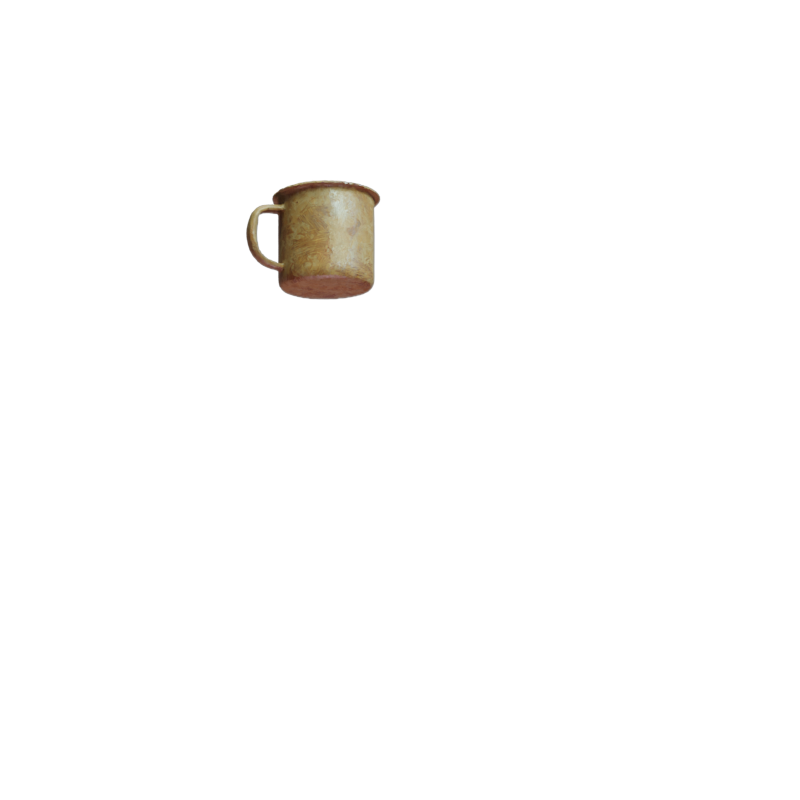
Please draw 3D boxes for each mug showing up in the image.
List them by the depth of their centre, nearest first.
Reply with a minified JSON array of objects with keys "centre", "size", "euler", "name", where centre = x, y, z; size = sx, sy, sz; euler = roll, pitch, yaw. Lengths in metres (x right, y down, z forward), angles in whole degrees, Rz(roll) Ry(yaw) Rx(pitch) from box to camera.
[{"centre":[-0.073,-0.134,0.938],"size":[0.113,0.084,0.093],"euler":[5,-13,-25],"name":"mug"}]
